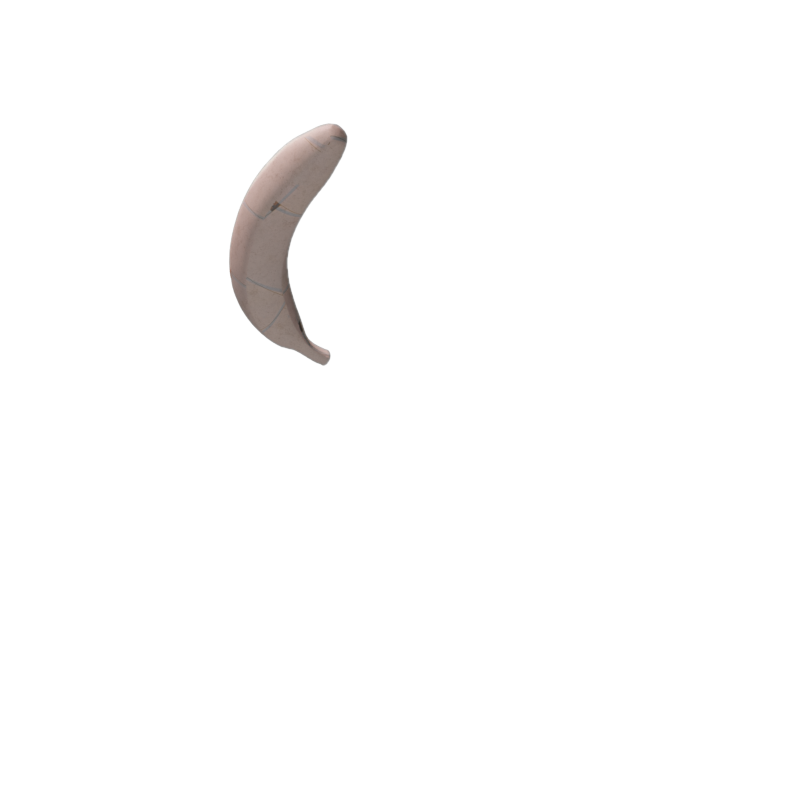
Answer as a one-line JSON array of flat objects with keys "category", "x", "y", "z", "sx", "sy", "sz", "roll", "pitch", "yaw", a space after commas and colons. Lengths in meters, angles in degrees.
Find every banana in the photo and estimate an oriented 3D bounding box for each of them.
[{"category": "banana", "x": -0.073, "y": -0.098, "z": 0.701, "sx": 0.069, "sy": 0.039, "sz": 0.185, "roll": 3, "pitch": -42, "yaw": -4}]
